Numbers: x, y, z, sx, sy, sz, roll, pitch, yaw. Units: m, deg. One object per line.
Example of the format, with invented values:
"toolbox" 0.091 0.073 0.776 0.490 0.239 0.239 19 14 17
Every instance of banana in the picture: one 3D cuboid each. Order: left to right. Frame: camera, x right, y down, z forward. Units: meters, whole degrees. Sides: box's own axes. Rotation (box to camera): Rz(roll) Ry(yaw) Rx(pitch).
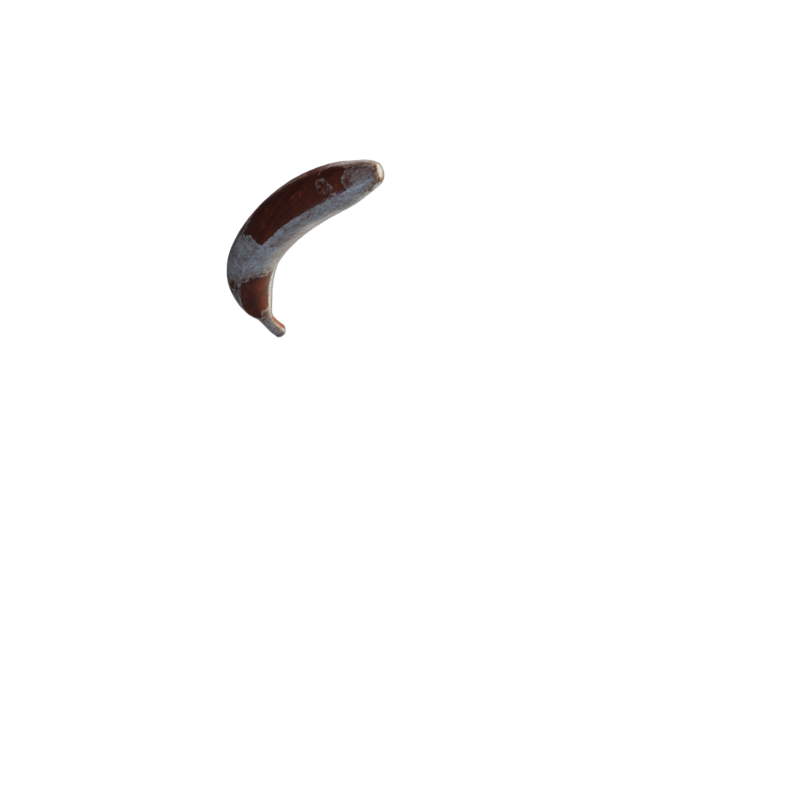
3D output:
"banana" -0.082 -0.117 0.807 0.067 0.039 0.191 15 -38 -21
